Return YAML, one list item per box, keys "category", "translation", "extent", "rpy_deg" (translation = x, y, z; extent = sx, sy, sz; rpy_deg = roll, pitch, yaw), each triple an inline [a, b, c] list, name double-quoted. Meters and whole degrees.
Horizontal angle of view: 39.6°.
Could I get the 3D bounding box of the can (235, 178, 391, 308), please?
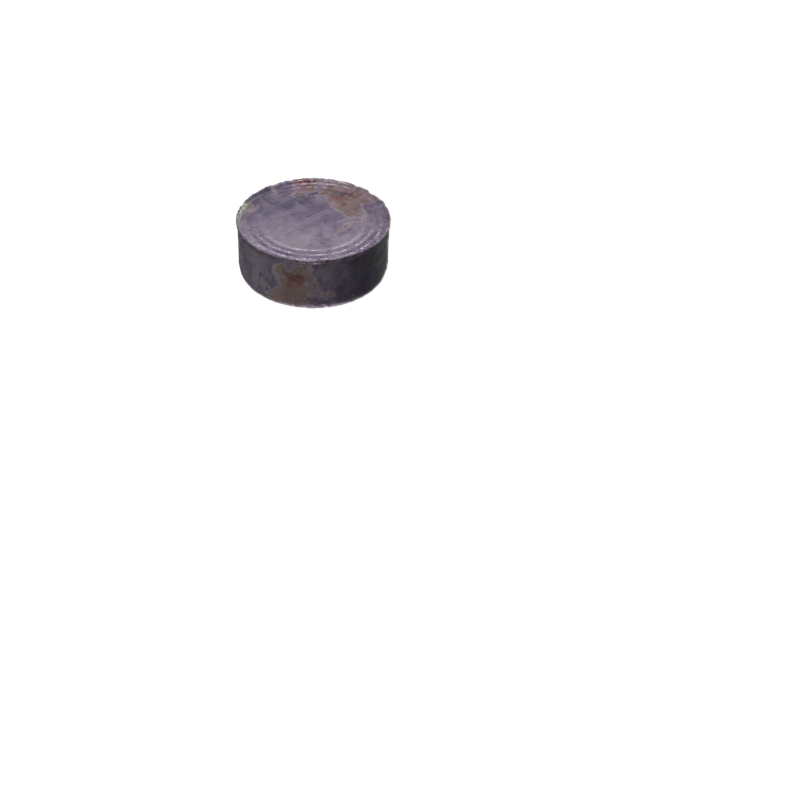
- category: "can"
  translation: [-0.049, -0.089, 0.621]
  extent: [0.086, 0.031, 0.092]
  rpy_deg: [-1, 38, -2]
